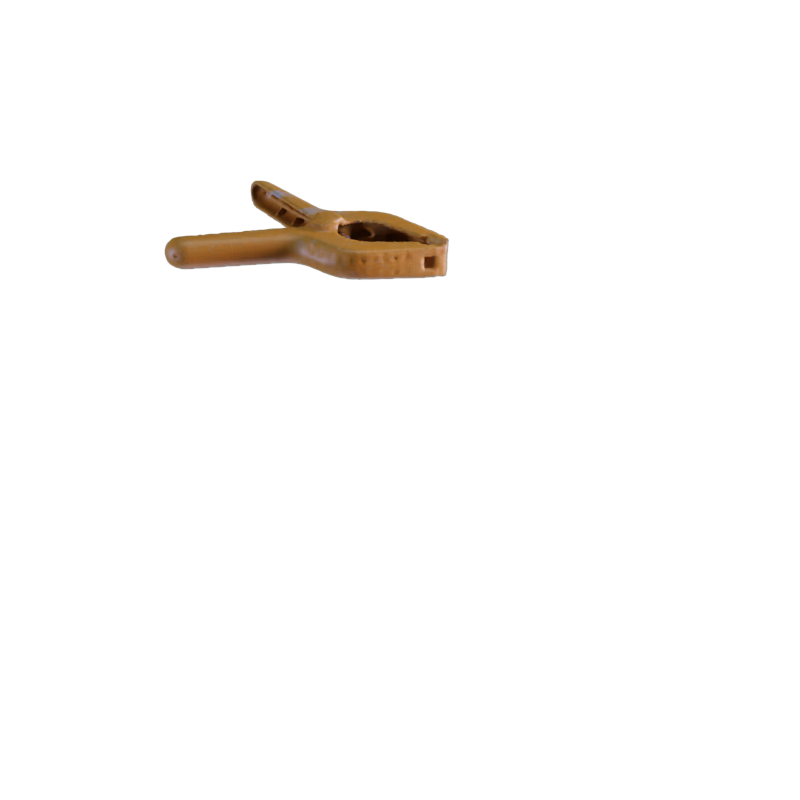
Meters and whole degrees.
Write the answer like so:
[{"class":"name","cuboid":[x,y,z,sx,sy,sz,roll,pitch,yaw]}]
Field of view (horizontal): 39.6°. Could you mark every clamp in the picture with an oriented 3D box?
[{"class":"clamp","cuboid":[-0.068,-0.124,0.871,0.219,0.034,0.167,15,33,24]}]
